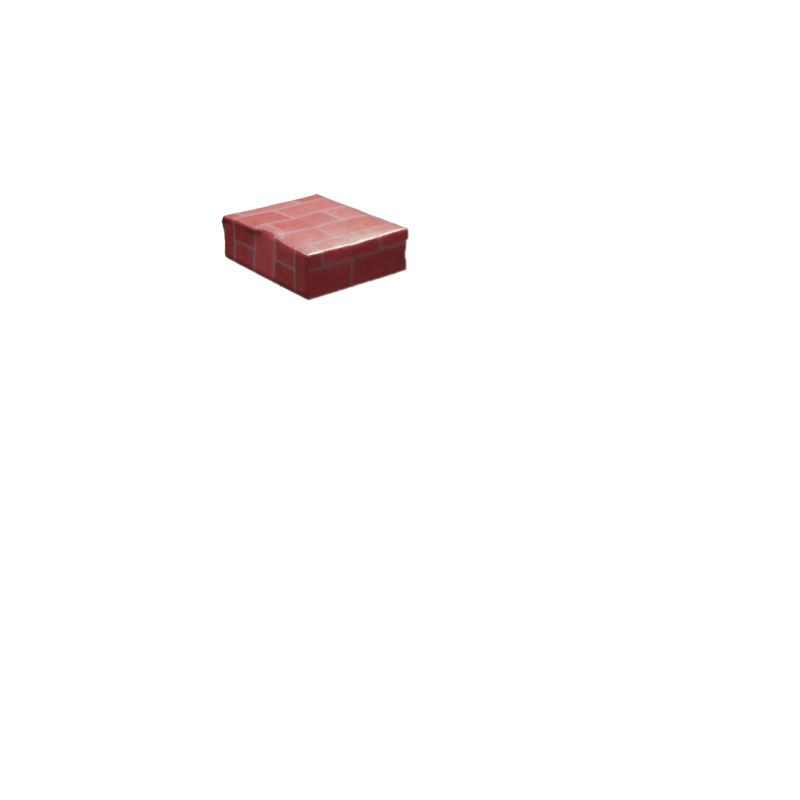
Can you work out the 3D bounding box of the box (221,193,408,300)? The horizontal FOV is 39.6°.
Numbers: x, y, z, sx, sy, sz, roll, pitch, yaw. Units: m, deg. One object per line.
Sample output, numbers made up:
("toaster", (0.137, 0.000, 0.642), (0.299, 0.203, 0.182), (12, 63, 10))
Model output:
("box", (-0.051, -0.093, 0.654), (0.072, 0.029, 0.095), (-19, 33, -34))
